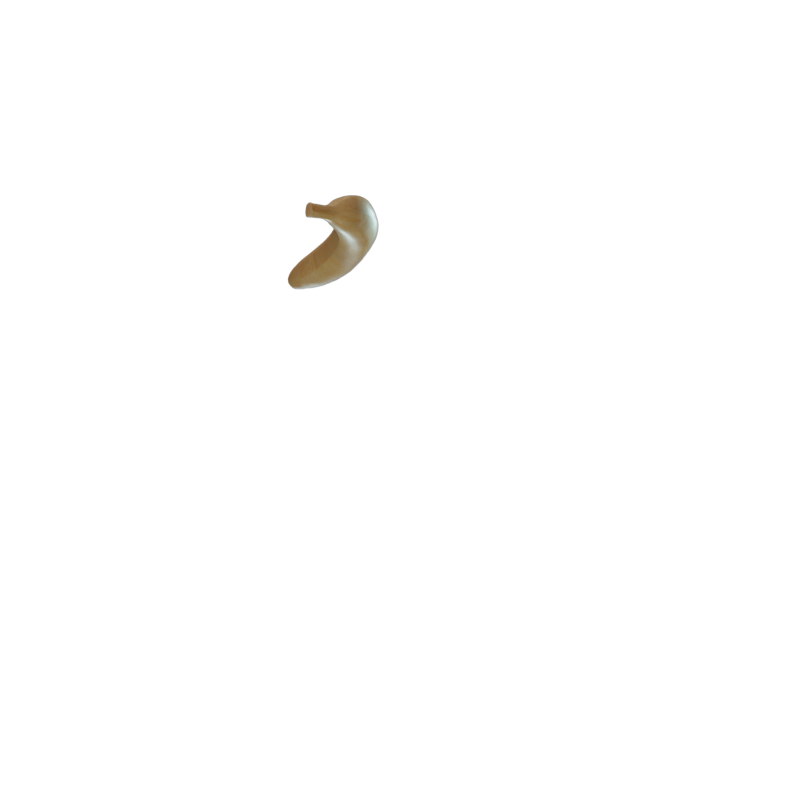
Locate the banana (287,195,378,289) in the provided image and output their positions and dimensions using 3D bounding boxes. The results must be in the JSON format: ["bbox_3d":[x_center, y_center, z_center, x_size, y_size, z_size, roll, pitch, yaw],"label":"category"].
[{"bbox_3d":[-0.057,-0.139,0.971,0.069,0.038,0.191,2,-15,-9],"label":"banana"}]
